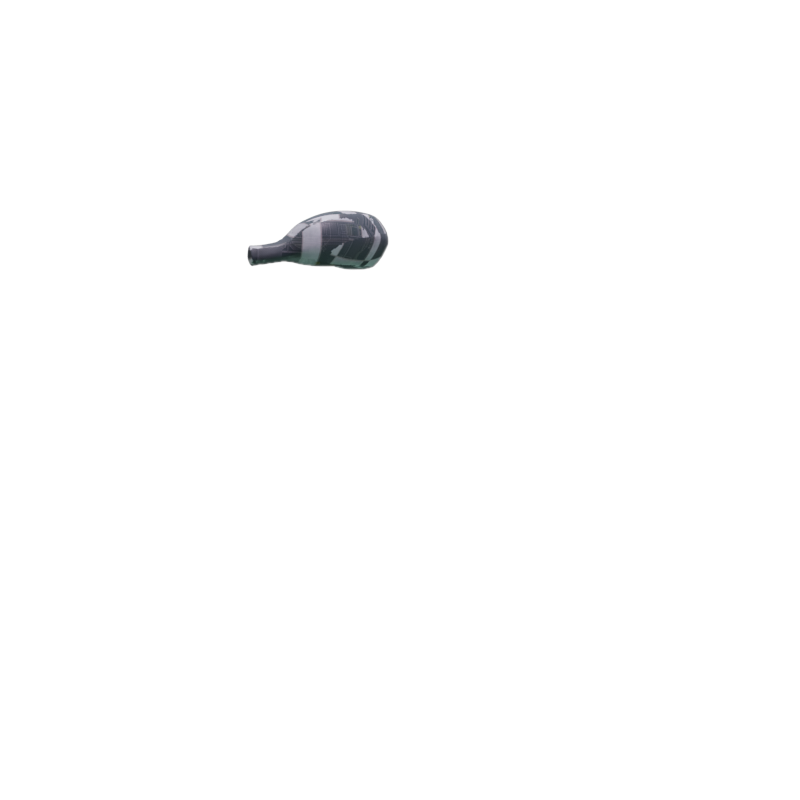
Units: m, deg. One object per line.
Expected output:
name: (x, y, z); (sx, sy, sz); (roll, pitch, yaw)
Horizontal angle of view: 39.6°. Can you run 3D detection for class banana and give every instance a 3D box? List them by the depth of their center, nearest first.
banana: (-0.042, -0.107, 0.747); (0.071, 0.037, 0.195); (1, 6, 11)
